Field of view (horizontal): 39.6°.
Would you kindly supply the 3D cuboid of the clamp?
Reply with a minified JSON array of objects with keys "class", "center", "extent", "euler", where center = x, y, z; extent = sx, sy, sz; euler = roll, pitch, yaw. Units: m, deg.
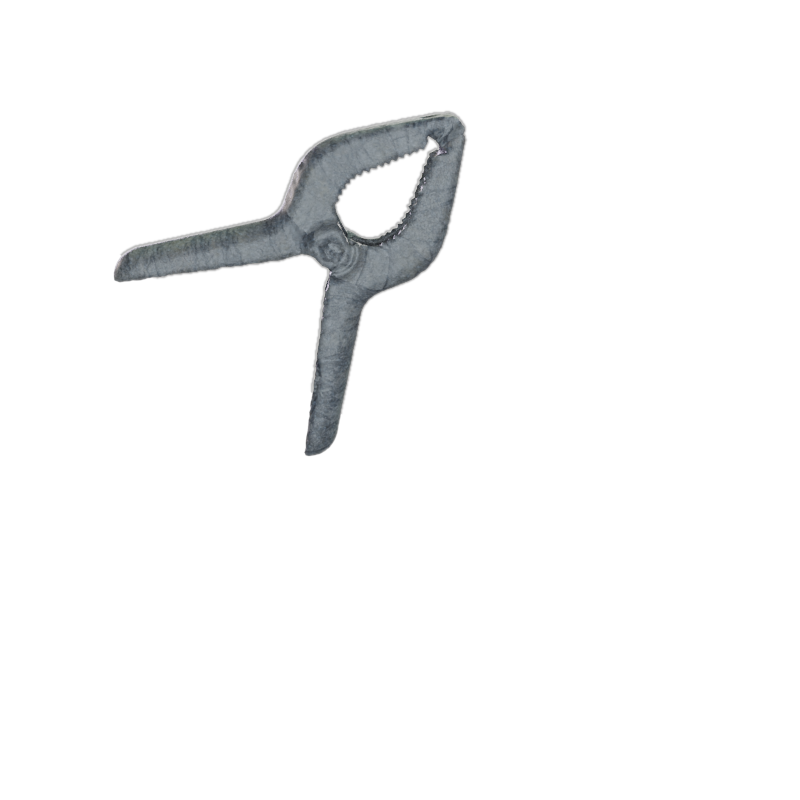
[{"class":"clamp","center":[-0.049,-0.090,0.631],"extent":[0.161,0.208,0.037],"euler":[37,10,-8]}]
